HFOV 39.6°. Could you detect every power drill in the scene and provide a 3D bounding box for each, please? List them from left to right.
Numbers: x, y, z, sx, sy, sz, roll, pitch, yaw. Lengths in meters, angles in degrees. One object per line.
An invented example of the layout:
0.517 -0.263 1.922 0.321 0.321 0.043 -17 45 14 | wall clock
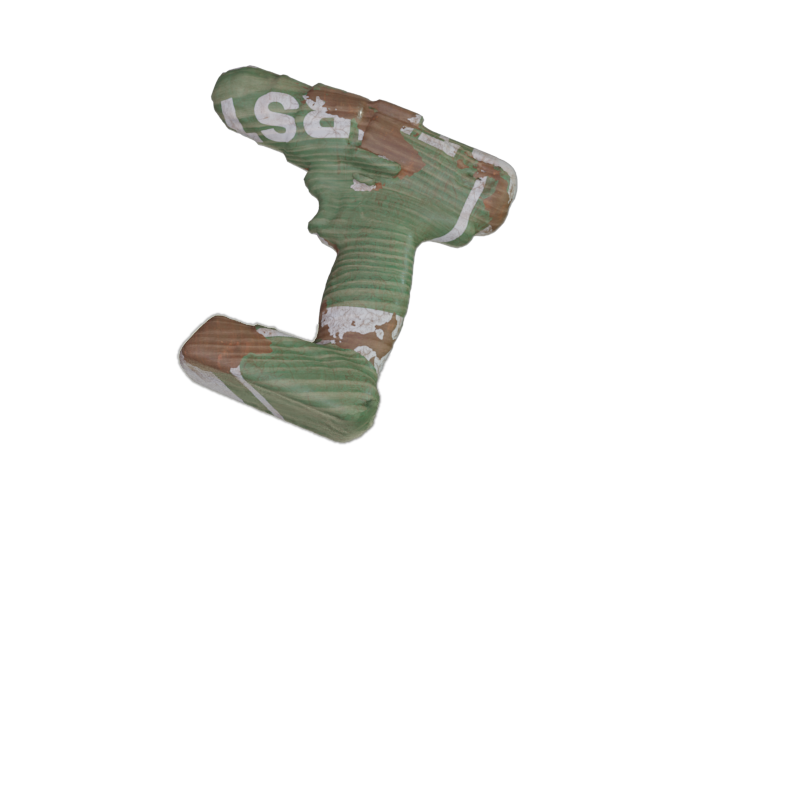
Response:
-0.048 -0.087 0.607 0.188 0.194 0.054 21 -21 8 | power drill
